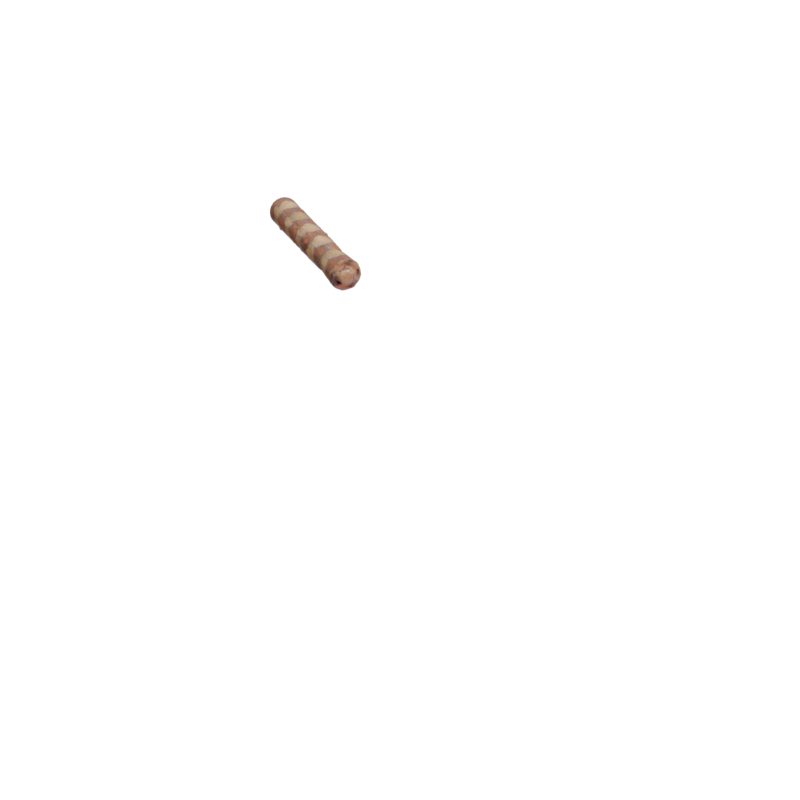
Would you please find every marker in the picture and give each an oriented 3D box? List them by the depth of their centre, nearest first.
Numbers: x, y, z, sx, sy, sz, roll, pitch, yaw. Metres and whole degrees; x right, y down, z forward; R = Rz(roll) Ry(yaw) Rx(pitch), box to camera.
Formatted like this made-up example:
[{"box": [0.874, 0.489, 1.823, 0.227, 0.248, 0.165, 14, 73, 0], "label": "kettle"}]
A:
[{"box": [-0.052, -0.095, 0.664, 0.019, 0.019, 0.130, -2, 26, -23], "label": "marker"}]
